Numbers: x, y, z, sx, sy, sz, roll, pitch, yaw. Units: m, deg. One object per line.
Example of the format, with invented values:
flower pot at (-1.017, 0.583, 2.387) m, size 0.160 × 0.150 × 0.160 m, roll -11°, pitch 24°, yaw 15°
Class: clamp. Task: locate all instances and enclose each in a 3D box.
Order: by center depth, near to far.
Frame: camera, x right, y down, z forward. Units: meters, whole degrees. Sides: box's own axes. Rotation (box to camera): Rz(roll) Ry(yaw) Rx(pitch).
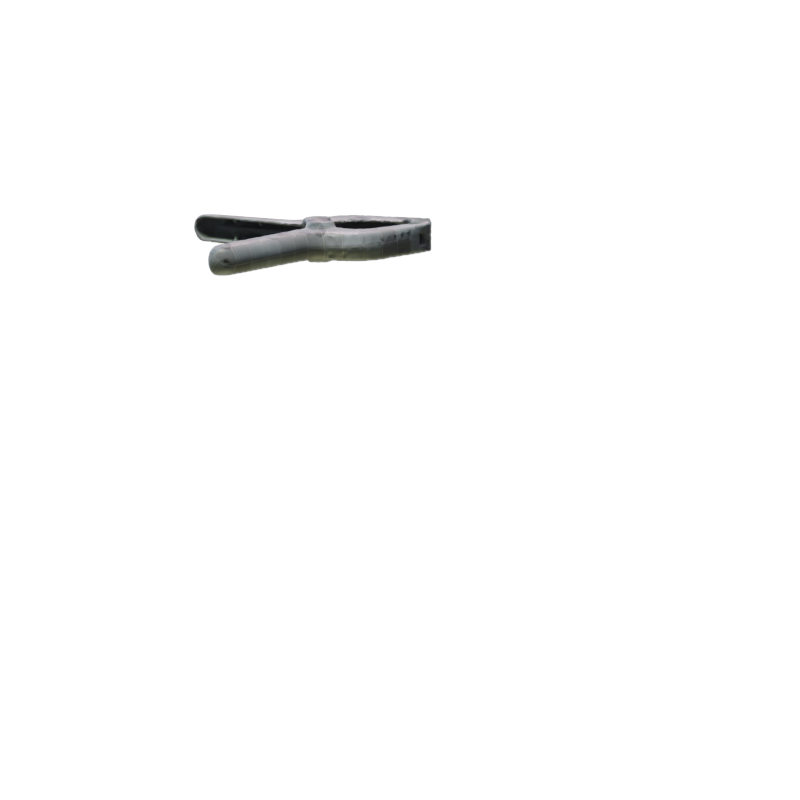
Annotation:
clamp at (-0.074, -0.136, 0.949) m, size 0.209 × 0.035 × 0.172 m, roll -2°, pitch 20°, yaw -5°
